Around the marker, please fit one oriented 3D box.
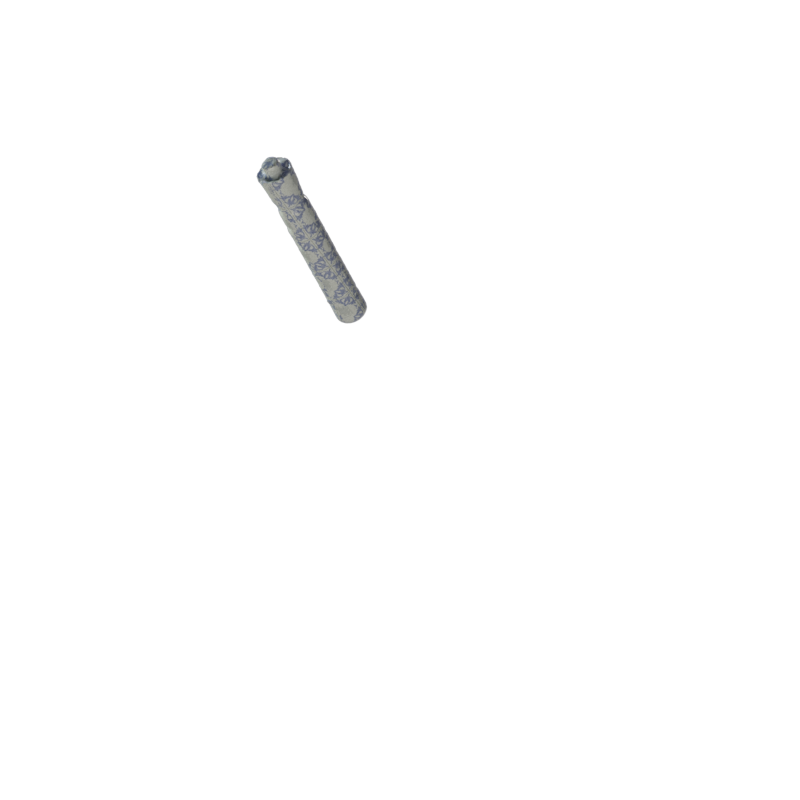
[{"bbox_3d":[-0.046,-0.084,0.591,0.020,0.021,0.111,2,-36,27],"label":"marker"}]
